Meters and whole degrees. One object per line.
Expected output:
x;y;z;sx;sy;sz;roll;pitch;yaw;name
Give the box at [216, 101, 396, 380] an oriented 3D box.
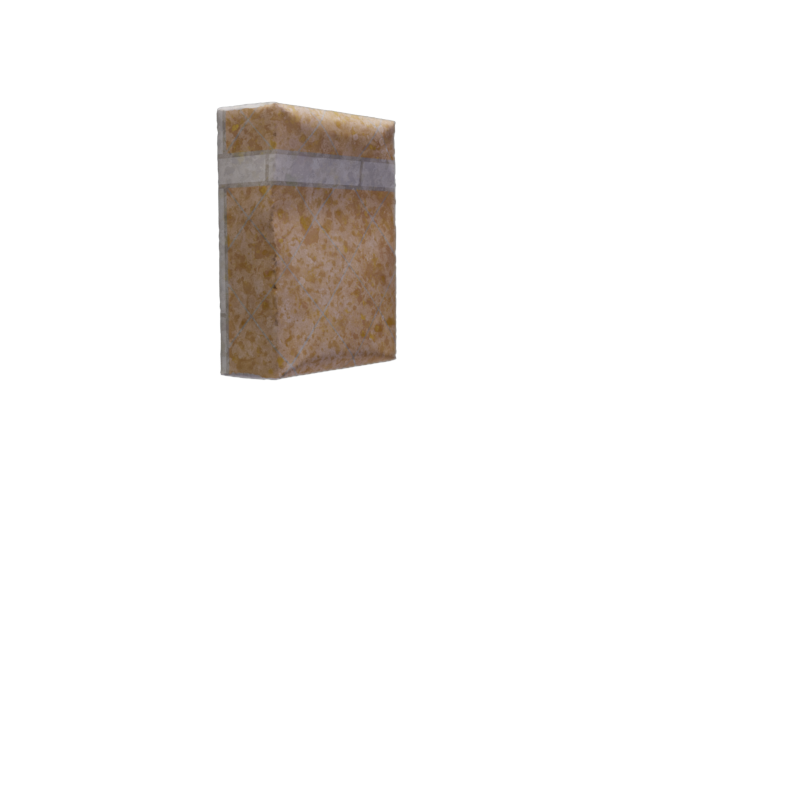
-0.072;-0.131;0.917;0.075;0.214;0.158;0;2;37;box
